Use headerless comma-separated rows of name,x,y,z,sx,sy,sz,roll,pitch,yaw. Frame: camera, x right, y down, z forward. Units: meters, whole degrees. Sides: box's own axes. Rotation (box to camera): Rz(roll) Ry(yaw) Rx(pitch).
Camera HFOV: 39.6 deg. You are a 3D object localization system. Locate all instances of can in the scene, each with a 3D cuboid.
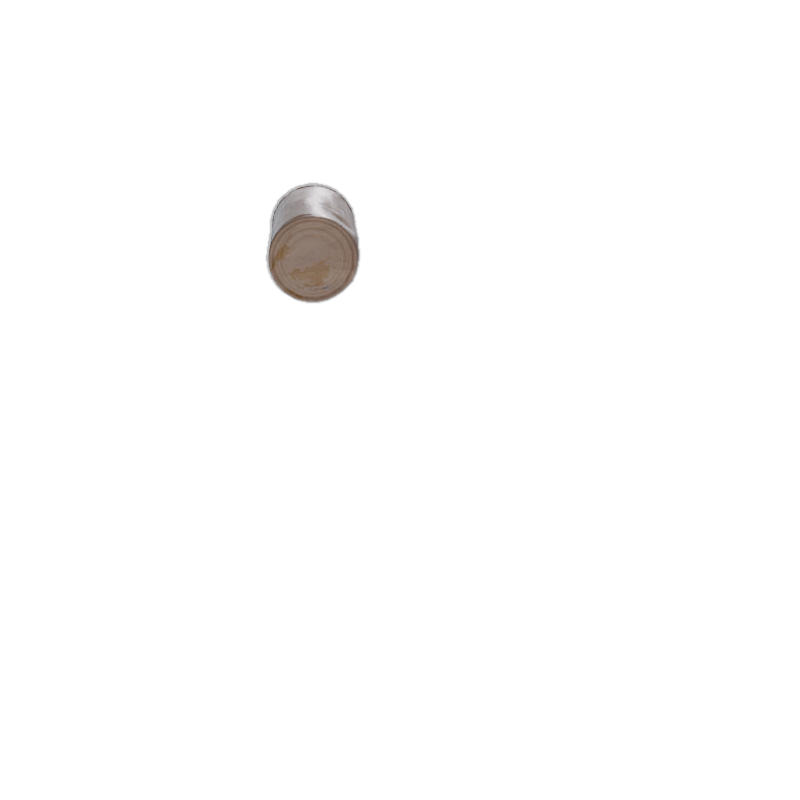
can,-0.067,-0.121,0.851,0.068,0.066,0.107,0,21,-3
